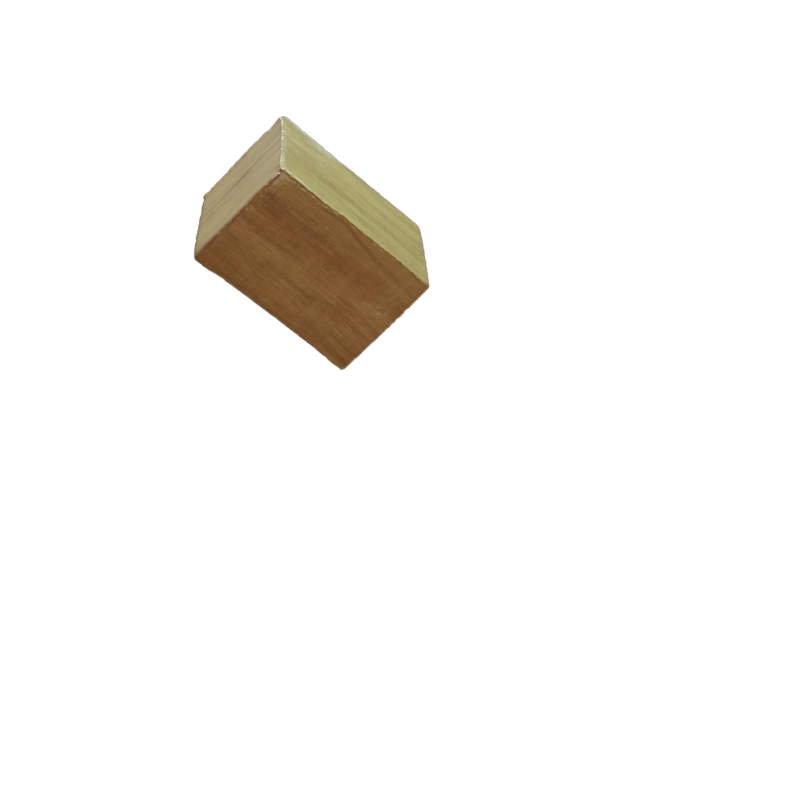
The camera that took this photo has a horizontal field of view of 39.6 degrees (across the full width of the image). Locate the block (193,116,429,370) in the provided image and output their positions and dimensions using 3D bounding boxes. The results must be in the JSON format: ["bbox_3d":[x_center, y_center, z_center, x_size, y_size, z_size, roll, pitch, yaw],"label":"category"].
[{"bbox_3d":[-0.034,-0.063,0.438,0.074,0.052,0.054,38,24,-22],"label":"block"}]
